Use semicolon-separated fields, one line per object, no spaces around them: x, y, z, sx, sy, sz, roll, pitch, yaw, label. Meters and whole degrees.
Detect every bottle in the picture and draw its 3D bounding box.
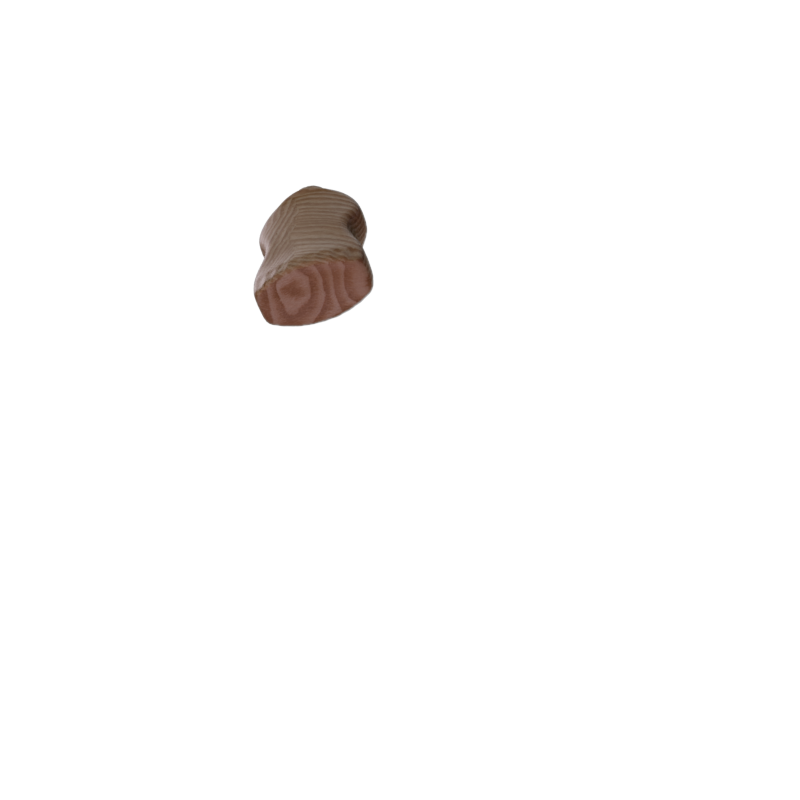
-0.076;-0.139;0.973;0.096;0.055;0.204;-19;32;8;bottle
